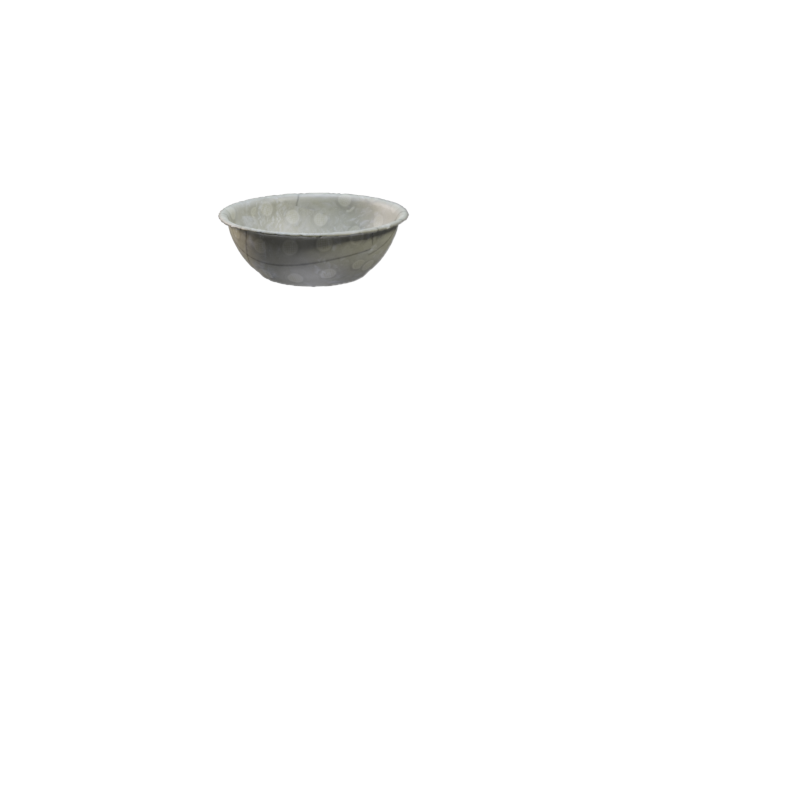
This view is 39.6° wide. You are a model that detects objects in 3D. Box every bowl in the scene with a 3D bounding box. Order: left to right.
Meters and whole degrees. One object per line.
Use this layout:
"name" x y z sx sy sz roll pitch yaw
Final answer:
"bowl" -0.074 -0.135 0.948 0.162 0.053 0.169 -1 21 -2
